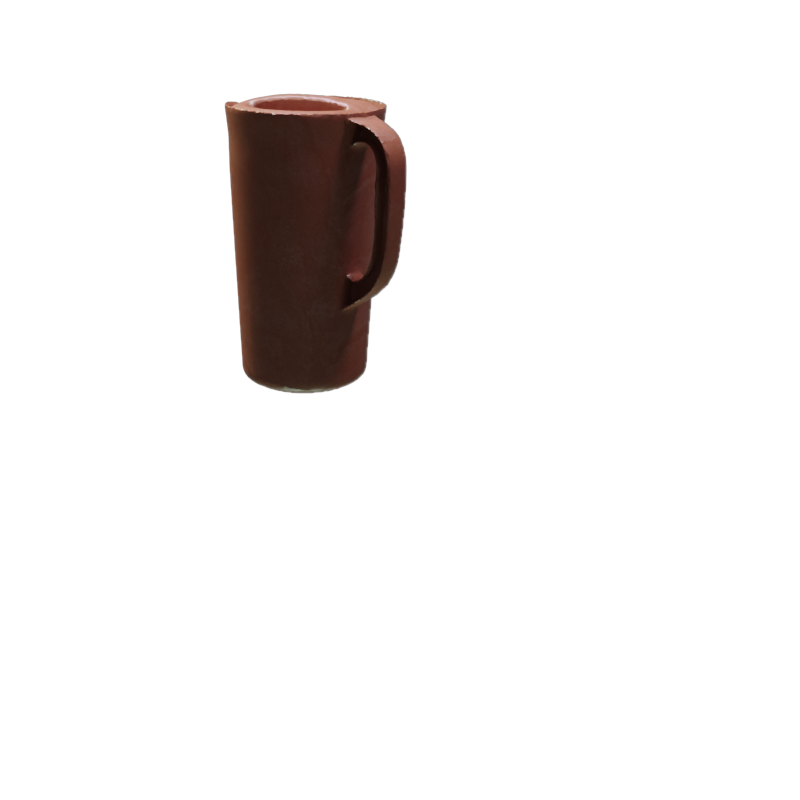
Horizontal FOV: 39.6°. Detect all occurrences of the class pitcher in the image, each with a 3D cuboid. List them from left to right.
[{"bbox_3d":[-0.072,-0.132,0.926,0.145,0.235,0.155,0,16,-2],"label":"pitcher"}]
